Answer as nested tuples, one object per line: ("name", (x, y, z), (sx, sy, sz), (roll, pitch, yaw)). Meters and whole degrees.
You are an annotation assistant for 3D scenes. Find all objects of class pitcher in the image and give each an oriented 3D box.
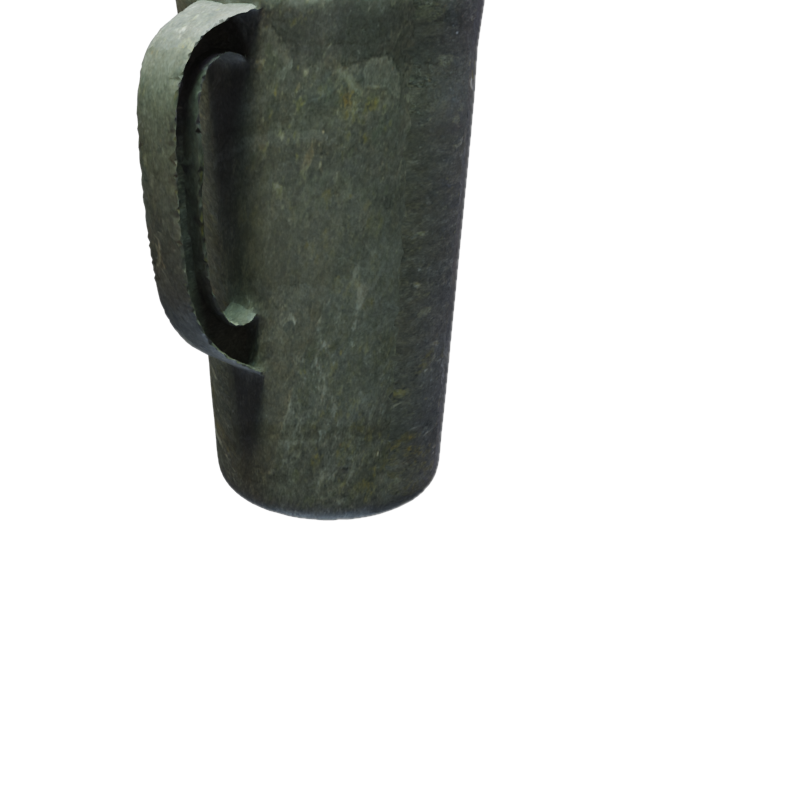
("pitcher", (-0.039, -0.071, 0.501), (0.147, 0.233, 0.153), (-2, 20, -9))
